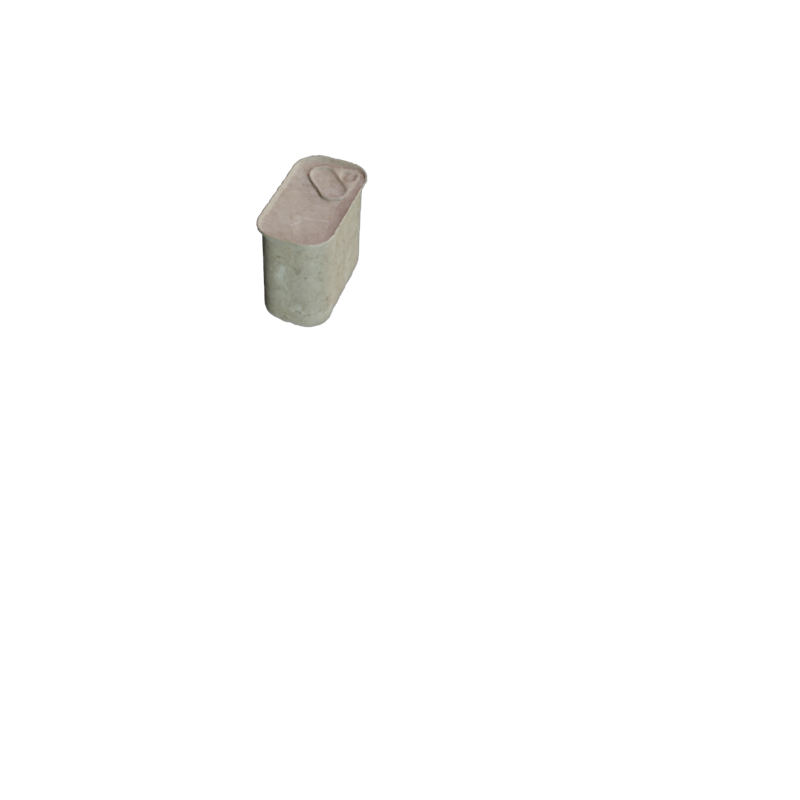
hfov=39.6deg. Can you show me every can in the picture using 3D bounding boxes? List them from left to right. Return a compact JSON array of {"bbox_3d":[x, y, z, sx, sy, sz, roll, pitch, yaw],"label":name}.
[{"bbox_3d":[-0.064,-0.117,0.821,0.059,0.078,0.107,15,46,12],"label":"can"}]
